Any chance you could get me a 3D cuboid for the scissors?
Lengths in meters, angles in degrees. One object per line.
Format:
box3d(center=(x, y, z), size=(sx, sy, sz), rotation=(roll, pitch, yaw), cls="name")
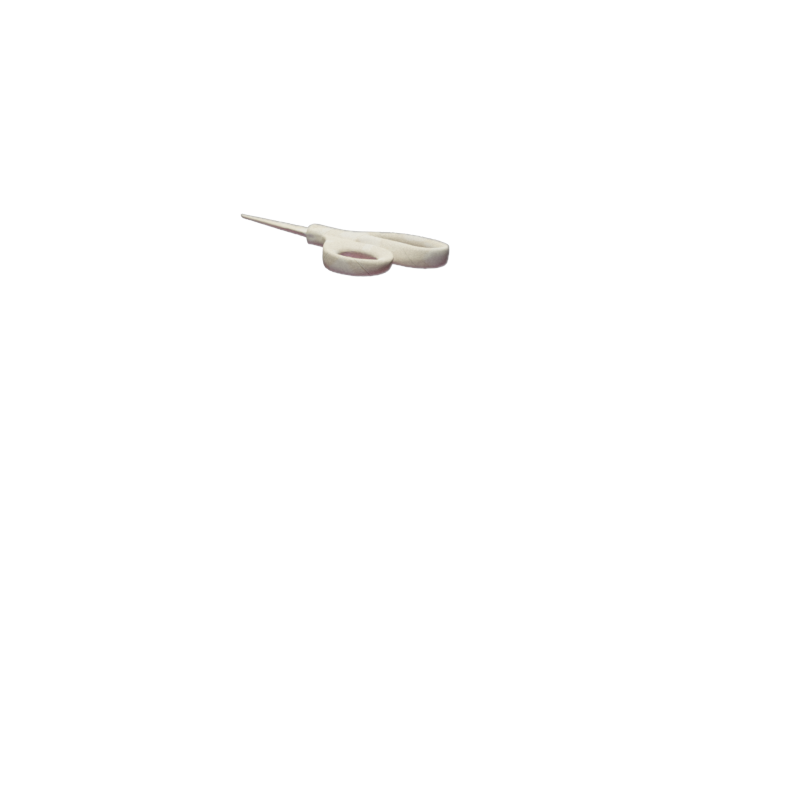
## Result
box3d(center=(-0.063, -0.115, 0.803), size=(0.211, 0.015, 0.095), rotation=(13, 23, 31), cls="scissors")
